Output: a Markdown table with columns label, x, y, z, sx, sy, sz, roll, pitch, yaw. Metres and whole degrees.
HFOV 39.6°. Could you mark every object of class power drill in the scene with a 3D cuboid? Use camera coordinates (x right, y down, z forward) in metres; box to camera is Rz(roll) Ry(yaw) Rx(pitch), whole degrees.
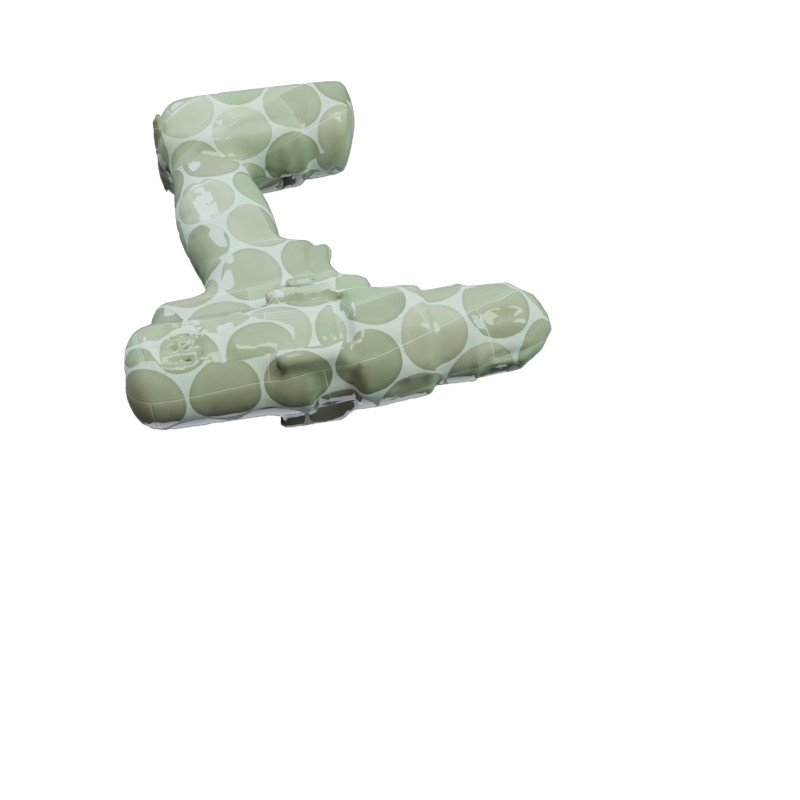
| label | x | y | z | sx | sy | sz | roll | pitch | yaw |
| --- | --- | --- | --- | --- | --- | --- | --- | --- | --- |
| power drill | -0.041 | -0.075 | 0.525 | 0.183 | 0.203 | 0.053 | -8 | -42 | -8 |
